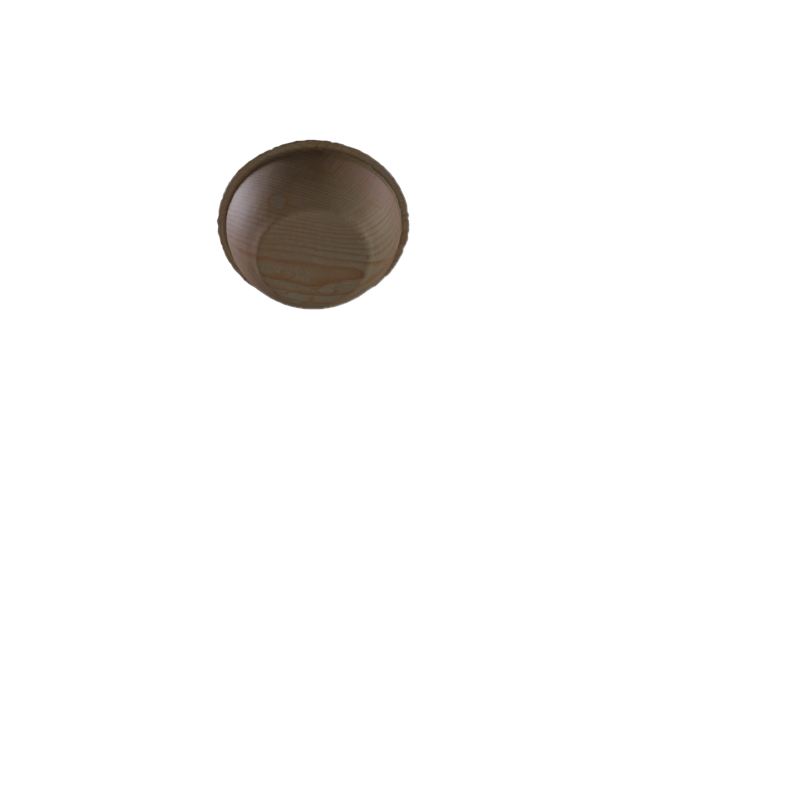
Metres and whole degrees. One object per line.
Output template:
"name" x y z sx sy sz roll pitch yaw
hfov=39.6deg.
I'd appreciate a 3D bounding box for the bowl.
"bowl" -0.071 -0.130 0.912 0.162 0.152 0.059 1 35 -1
